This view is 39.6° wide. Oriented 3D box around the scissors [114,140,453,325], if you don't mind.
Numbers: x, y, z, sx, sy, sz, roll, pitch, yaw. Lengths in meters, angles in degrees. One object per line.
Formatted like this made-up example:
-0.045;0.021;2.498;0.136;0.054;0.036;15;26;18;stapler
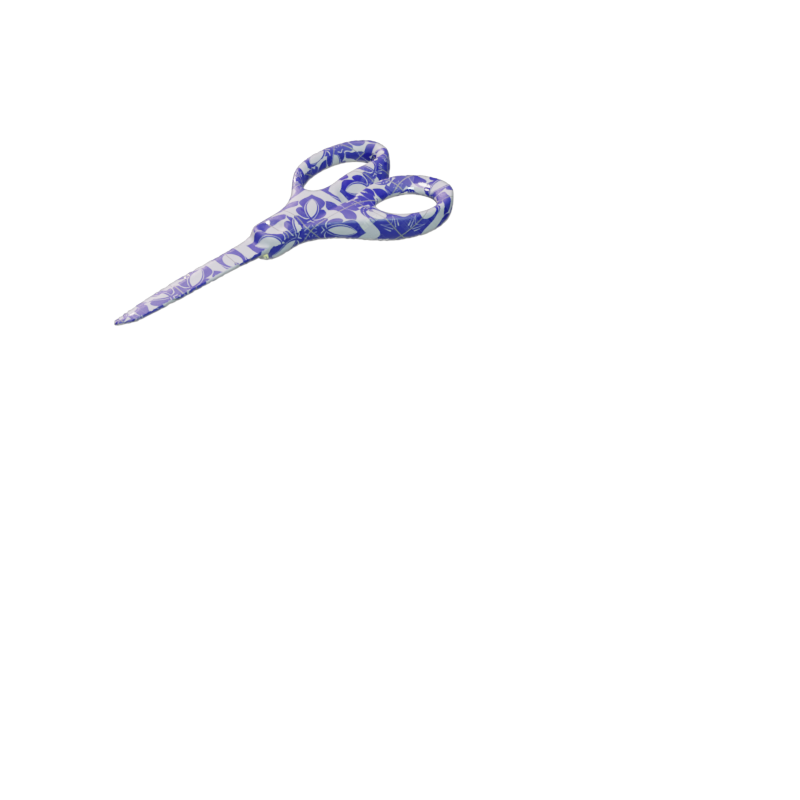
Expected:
-0.043;-0.078;0.545;0.100;0.015;0.208;15;41;19;scissors
